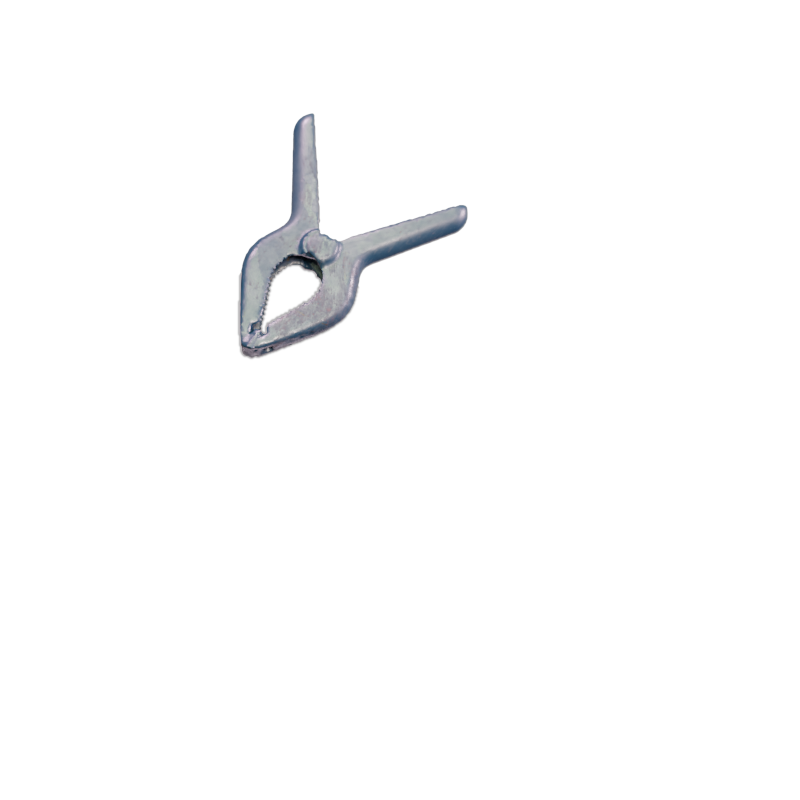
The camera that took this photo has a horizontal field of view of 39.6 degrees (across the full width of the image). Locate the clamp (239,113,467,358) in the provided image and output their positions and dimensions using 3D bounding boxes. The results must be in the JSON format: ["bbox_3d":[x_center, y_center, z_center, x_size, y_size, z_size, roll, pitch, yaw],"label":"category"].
[{"bbox_3d":[-0.070,-0.128,0.894,0.171,0.213,0.034,38,-18,14],"label":"clamp"}]
